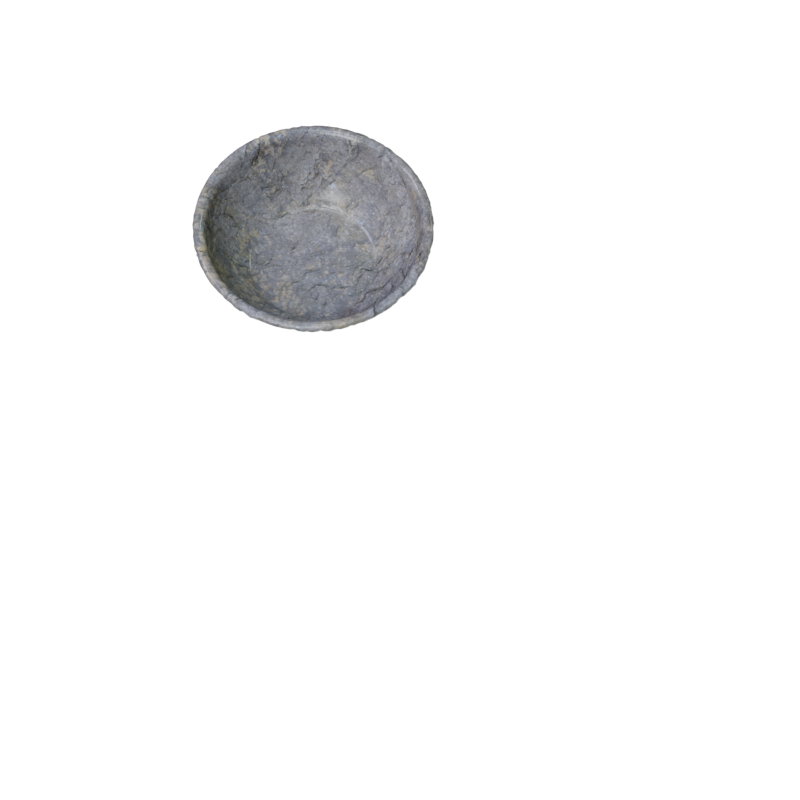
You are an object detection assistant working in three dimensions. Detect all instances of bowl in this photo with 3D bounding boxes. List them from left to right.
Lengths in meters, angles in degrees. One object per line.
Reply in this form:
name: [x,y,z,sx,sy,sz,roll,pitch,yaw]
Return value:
bowl: [-0.060,-0.109,0.763,0.162,0.172,0.052,-1,-28,-1]
